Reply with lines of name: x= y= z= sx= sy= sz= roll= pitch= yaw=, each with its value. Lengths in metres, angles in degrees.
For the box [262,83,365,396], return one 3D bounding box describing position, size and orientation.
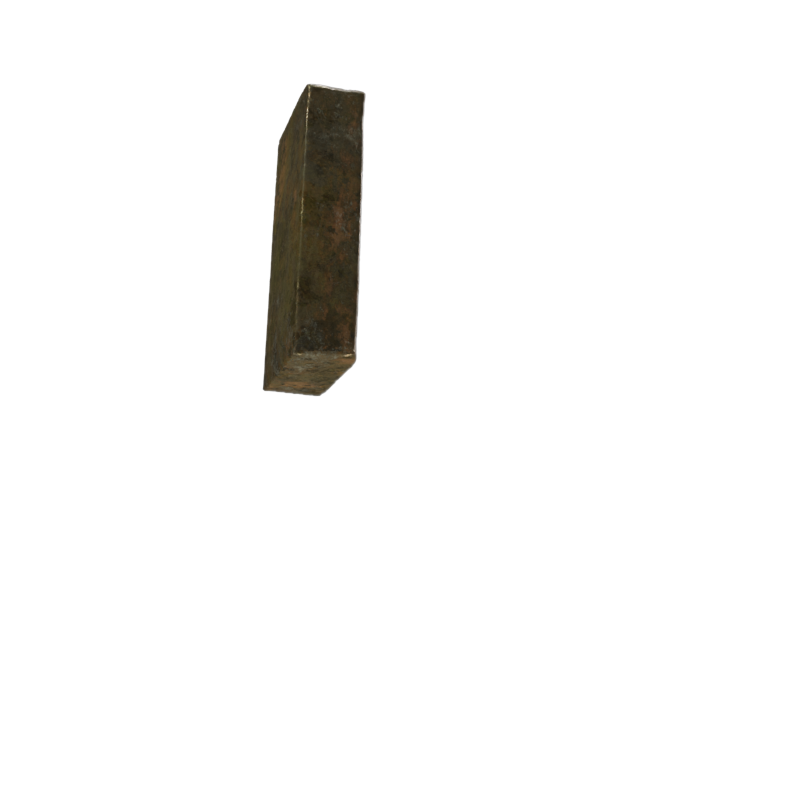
box: x=-0.055 y=-0.100 z=0.700 sx=0.047 sy=0.185 sz=0.091 roll=5 pitch=-20 yaw=-17
